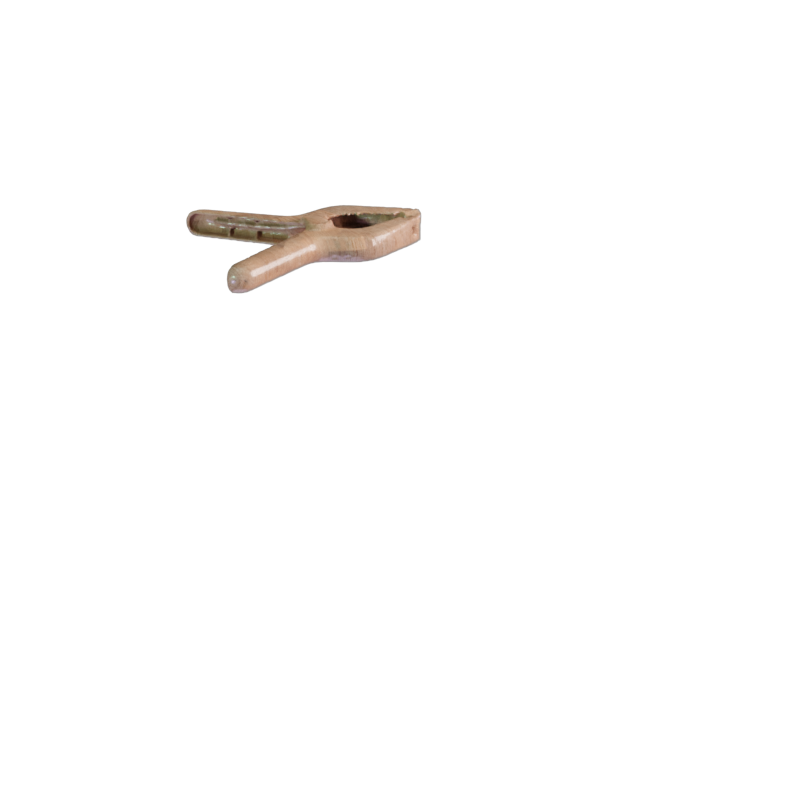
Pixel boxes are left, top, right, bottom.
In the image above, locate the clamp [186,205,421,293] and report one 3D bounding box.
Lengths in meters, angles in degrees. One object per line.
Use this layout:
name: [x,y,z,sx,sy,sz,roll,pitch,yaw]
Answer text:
clamp: [-0.077,-0.140,0.980,0.207,0.034,0.176,-6,29,-12]
